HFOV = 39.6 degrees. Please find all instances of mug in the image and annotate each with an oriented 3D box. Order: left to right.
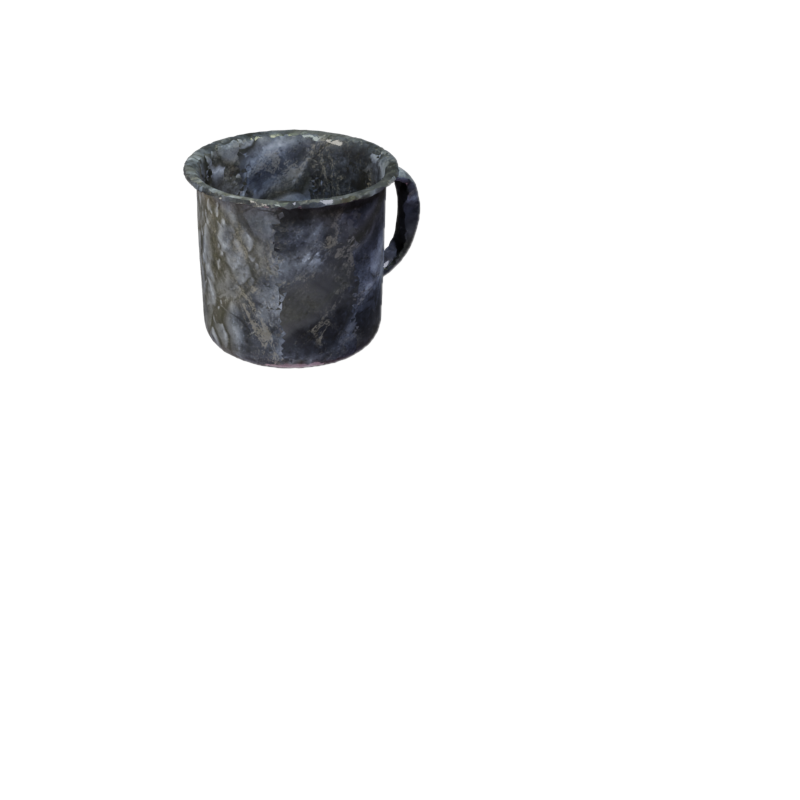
[{"bbox_3d":[-0.039,-0.072,0.501,0.116,0.077,0.100,-22,36,-34],"label":"mug"}]
